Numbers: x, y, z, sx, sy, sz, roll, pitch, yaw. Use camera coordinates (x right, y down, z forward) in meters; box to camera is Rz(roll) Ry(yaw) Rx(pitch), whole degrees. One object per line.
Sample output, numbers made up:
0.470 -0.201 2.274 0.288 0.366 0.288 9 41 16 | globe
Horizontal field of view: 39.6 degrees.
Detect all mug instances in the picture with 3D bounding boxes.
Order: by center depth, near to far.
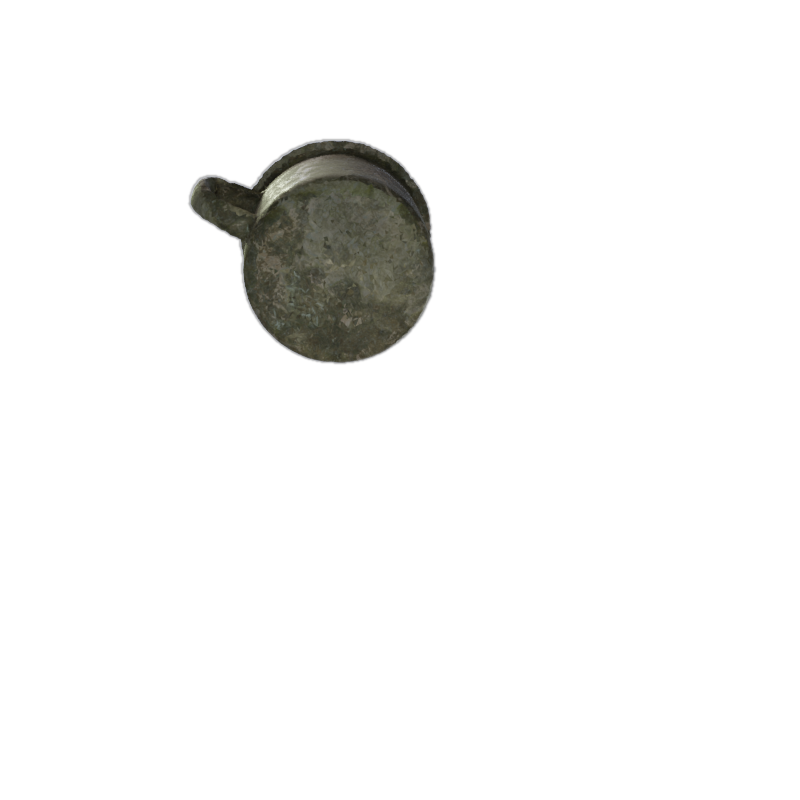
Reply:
-0.039 -0.071 0.498 0.115 0.091 0.084 25 13 -8 | mug
